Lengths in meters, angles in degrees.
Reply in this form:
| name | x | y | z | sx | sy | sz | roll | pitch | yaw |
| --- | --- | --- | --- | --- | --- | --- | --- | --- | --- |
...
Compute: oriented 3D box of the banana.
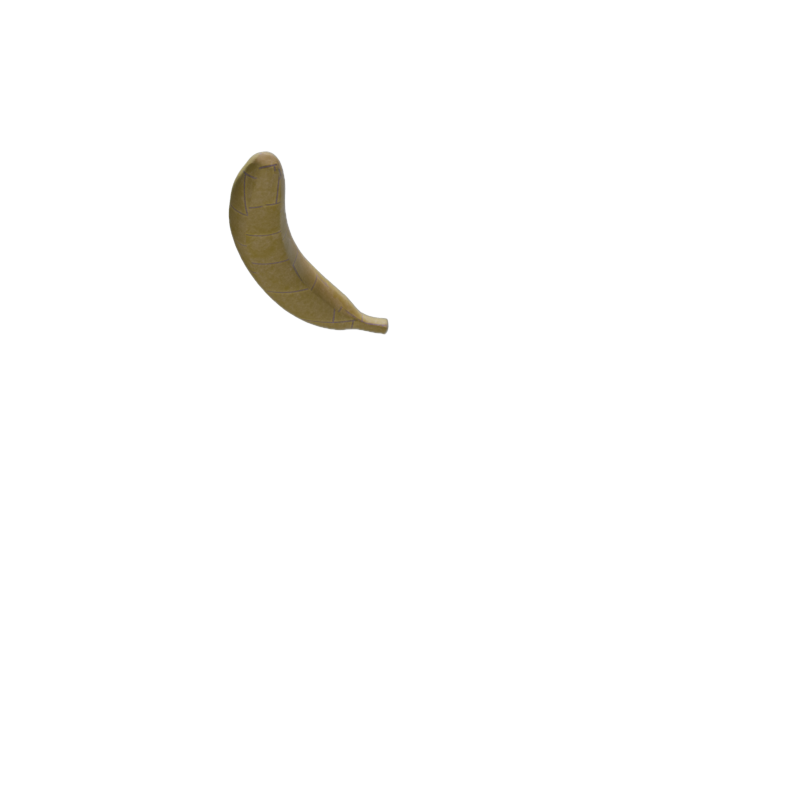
| name | x | y | z | sx | sy | sz | roll | pitch | yaw |
| --- | --- | --- | --- | --- | --- | --- | --- | --- | --- |
| banana | -0.073 | -0.099 | 0.741 | 0.070 | 0.039 | 0.182 | -13 | -34 | 19 |
